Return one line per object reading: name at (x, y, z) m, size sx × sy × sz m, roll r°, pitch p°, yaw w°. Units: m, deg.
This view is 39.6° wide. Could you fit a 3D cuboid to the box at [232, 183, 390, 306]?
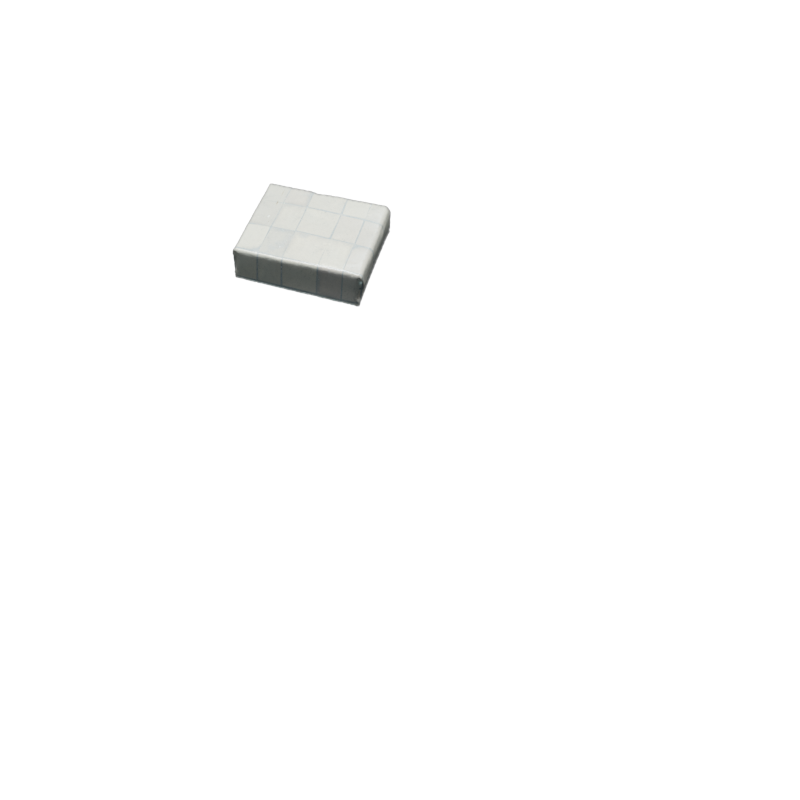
box at (-0.058, -0.106, 0.744) m, size 0.091 × 0.028 × 0.077 m, roll 12°, pitch 47°, yaw 11°
